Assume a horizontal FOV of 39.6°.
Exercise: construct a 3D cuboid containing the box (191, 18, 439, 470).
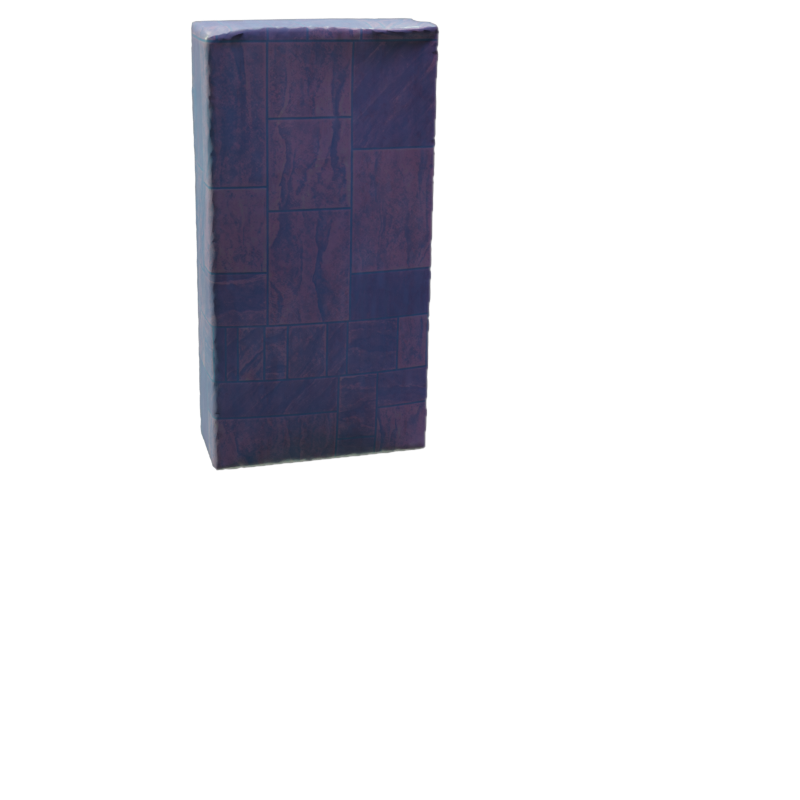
[{"bbox_3d":[-0.035,-0.064,0.449,0.092,0.169,0.051,-4,19,-15],"label":"box"}]
